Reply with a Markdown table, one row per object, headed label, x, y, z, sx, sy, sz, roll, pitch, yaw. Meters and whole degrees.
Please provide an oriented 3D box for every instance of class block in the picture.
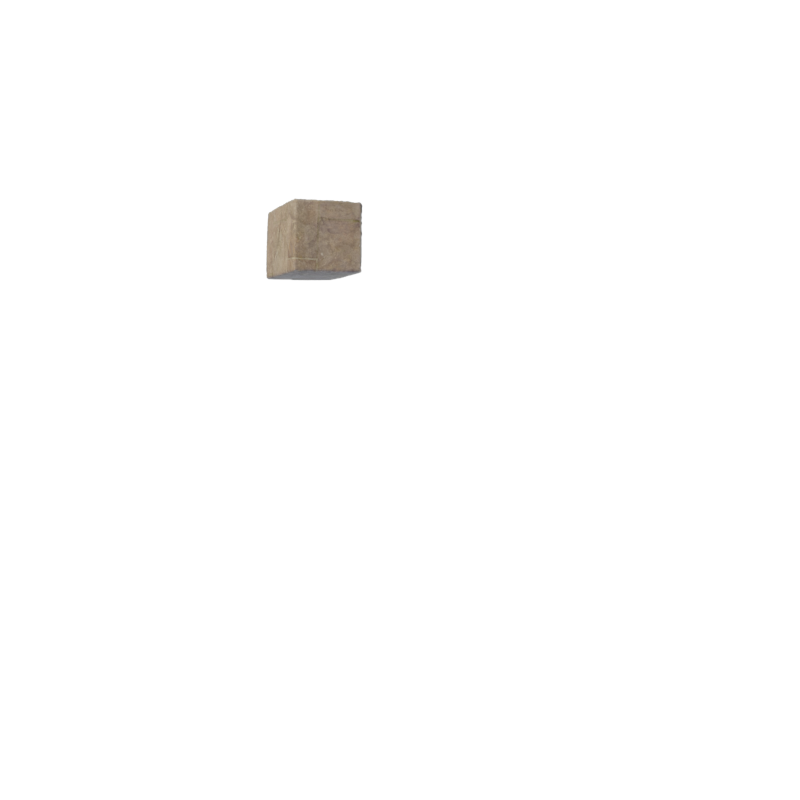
| label | x | y | z | sx | sy | sz | roll | pitch | yaw |
| --- | --- | --- | --- | --- | --- | --- | --- | --- | --- |
| block | -0.064 | -0.117 | 0.817 | 0.051 | 0.052 | 0.079 | 1 | -1 | -20 |
